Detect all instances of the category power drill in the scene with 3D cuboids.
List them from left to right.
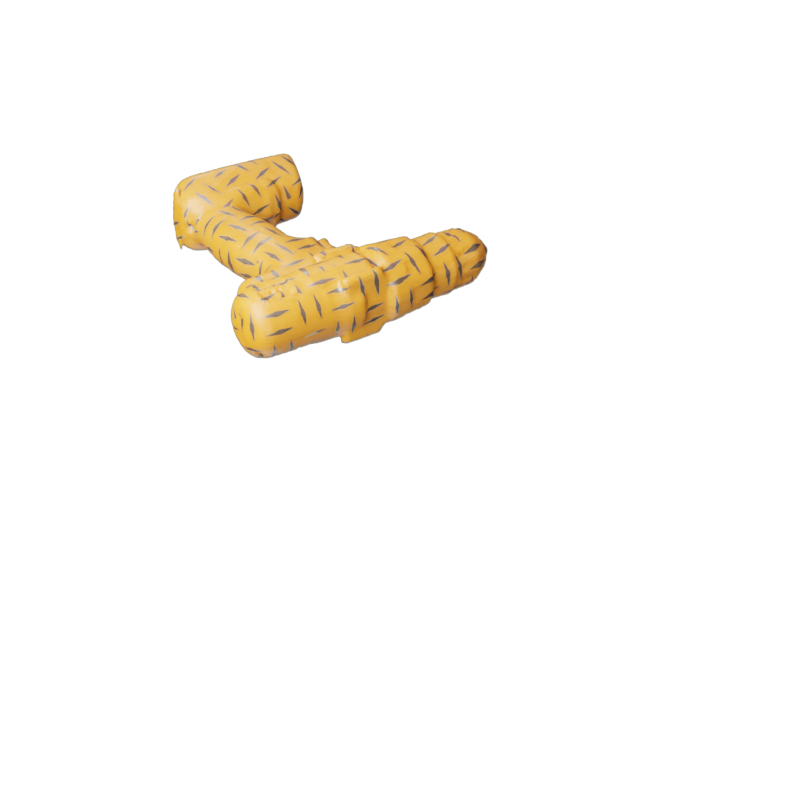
[{"bbox_3d":[-0.060,-0.109,0.764,0.182,0.054,0.202,-19,38,-27],"label":"power drill"}]
